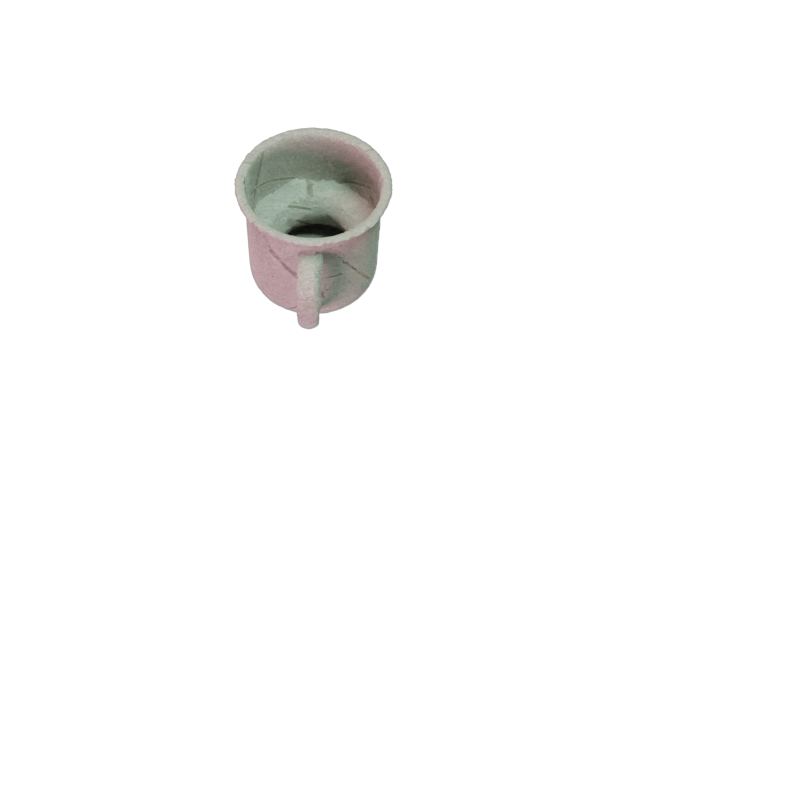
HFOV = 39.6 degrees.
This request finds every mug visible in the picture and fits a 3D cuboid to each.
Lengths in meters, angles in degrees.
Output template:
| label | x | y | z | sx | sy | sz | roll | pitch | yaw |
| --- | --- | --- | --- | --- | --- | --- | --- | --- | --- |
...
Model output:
| label | x | y | z | sx | sy | sz | roll | pitch | yaw |
| --- | --- | --- | --- | --- | --- | --- | --- | --- | --- |
| mug | -0.053 | -0.096 | 0.676 | 0.093 | 0.125 | 0.076 | -1 | -36 | -2 |
